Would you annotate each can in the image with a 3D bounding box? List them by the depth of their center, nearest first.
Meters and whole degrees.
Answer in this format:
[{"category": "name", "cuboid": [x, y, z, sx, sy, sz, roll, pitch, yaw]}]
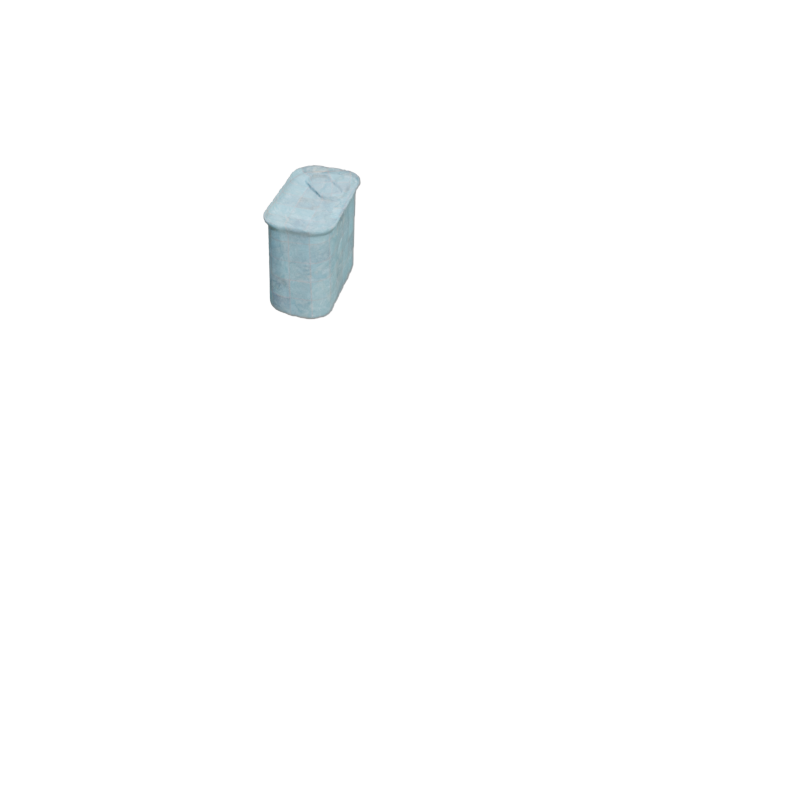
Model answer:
[{"category": "can", "cuboid": [-0.069, -0.126, 0.884, 0.059, 0.078, 0.107, 10, 37, 11]}]
